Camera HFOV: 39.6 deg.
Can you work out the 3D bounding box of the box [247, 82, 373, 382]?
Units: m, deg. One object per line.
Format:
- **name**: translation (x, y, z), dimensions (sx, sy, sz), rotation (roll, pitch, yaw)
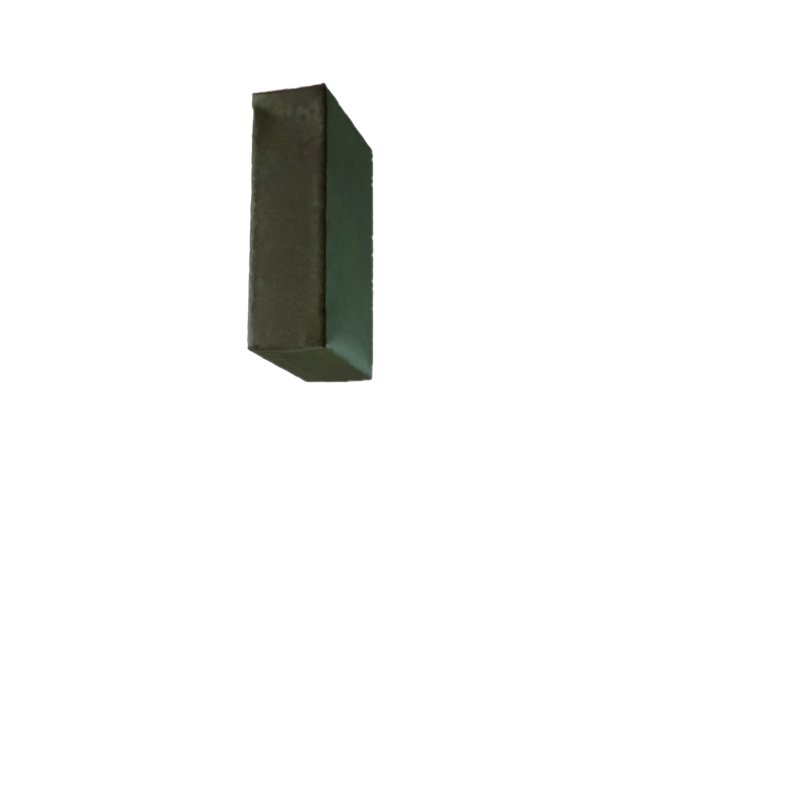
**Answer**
- **box**: translation (-0.072, -0.131, 0.921), dimensions (0.073, 0.221, 0.156), rotation (-4, -13, 12)
